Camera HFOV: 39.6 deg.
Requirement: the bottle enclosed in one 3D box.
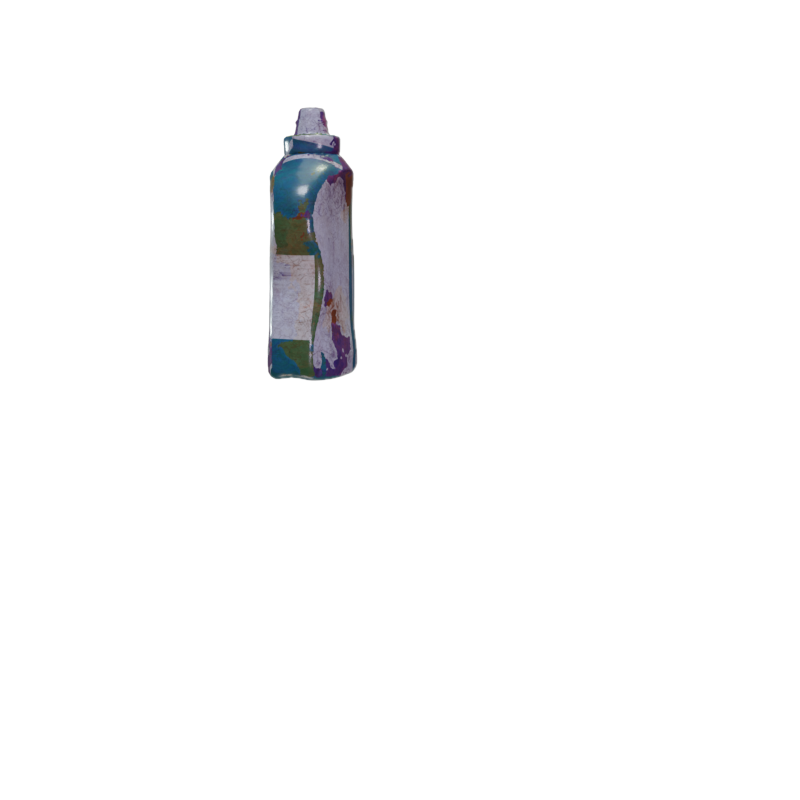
[{"bbox_3d":[-0.063,-0.114,0.799,0.060,0.191,0.094,0,2,18],"label":"bottle"}]
